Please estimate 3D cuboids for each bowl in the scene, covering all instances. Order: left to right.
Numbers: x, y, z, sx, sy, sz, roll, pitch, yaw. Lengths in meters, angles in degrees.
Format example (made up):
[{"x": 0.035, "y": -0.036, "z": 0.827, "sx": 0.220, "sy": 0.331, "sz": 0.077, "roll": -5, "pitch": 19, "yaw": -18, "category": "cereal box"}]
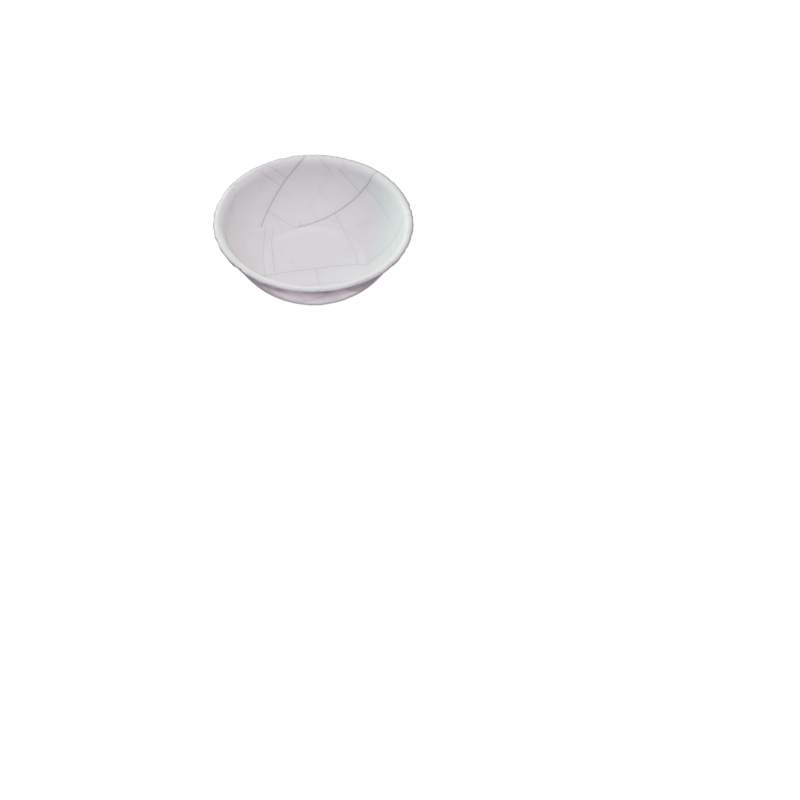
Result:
[{"x": -0.071, "y": -0.130, "z": 0.911, "sx": 0.162, "sy": 0.174, "sz": 0.051, "roll": -1, "pitch": -42, "yaw": -1, "category": "bowl"}]
